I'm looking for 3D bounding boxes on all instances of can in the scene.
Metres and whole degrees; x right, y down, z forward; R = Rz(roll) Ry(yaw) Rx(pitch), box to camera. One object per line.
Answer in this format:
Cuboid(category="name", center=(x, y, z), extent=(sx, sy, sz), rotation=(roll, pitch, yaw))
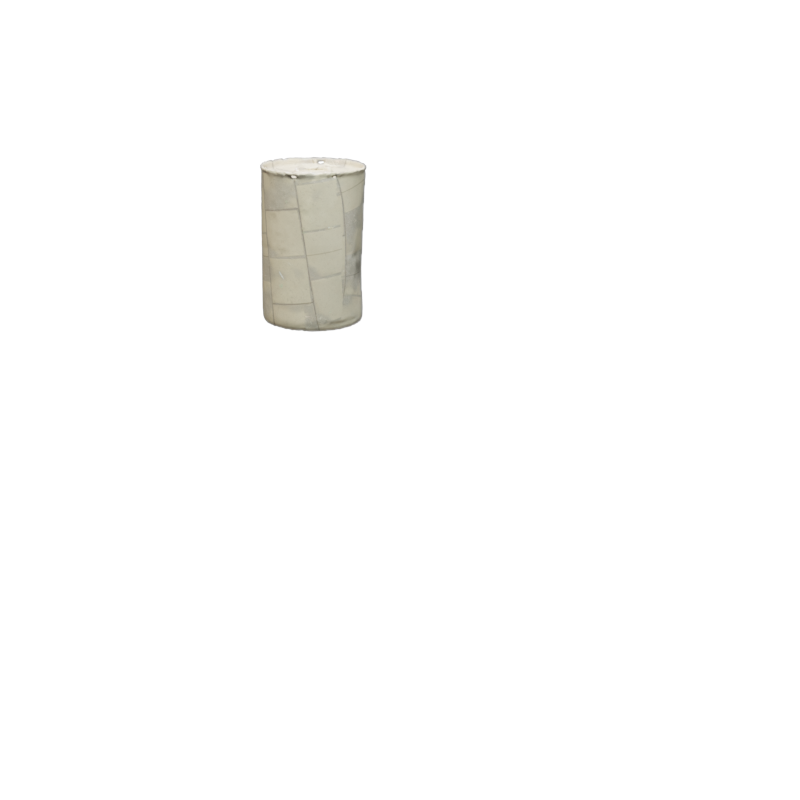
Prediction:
Cuboid(category="can", center=(-0.056, -0.103, 0.719), extent=(0.068, 0.099, 0.071), rotation=(0, 16, -2))
